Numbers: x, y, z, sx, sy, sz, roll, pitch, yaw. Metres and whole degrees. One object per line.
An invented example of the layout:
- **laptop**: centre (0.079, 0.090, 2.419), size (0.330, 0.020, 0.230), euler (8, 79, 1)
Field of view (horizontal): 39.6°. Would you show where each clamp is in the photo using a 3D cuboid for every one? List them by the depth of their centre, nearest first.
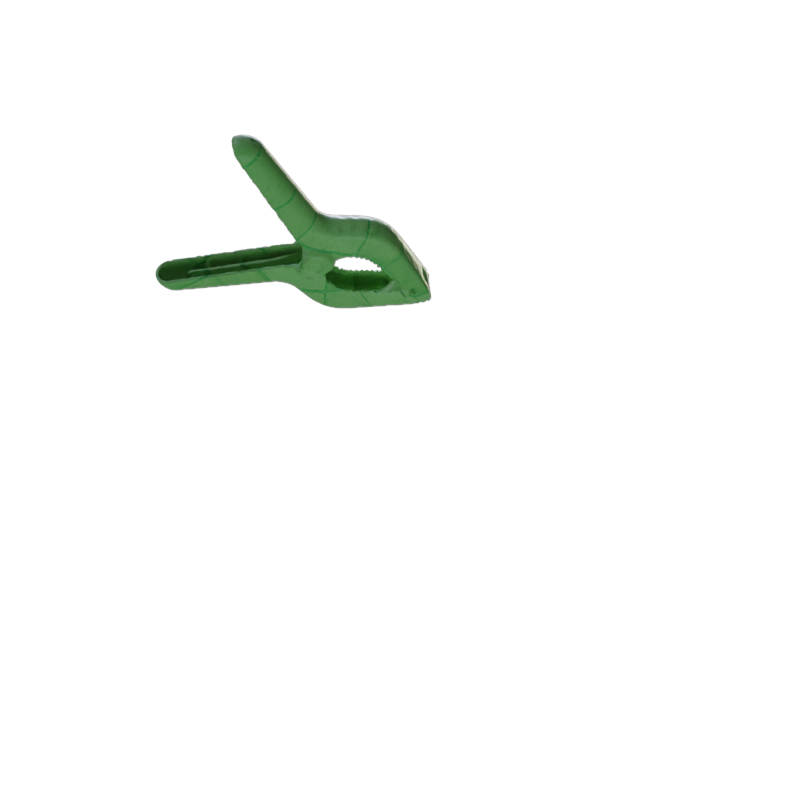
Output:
- **clamp**: centre (-0.066, -0.120, 0.843), size (0.204, 0.039, 0.158), euler (13, -39, -16)
